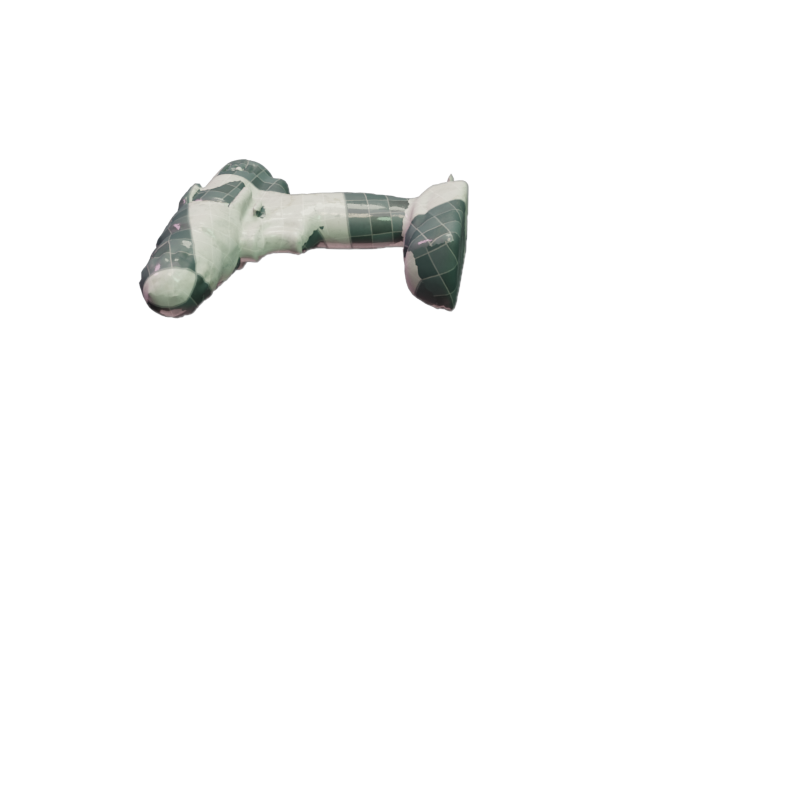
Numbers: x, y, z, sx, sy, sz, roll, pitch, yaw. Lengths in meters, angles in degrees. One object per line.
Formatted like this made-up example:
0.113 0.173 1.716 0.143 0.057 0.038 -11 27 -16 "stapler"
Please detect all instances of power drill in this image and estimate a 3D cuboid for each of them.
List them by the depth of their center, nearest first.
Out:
-0.055 -0.099 0.697 0.191 0.054 0.193 6 33 9 "power drill"
